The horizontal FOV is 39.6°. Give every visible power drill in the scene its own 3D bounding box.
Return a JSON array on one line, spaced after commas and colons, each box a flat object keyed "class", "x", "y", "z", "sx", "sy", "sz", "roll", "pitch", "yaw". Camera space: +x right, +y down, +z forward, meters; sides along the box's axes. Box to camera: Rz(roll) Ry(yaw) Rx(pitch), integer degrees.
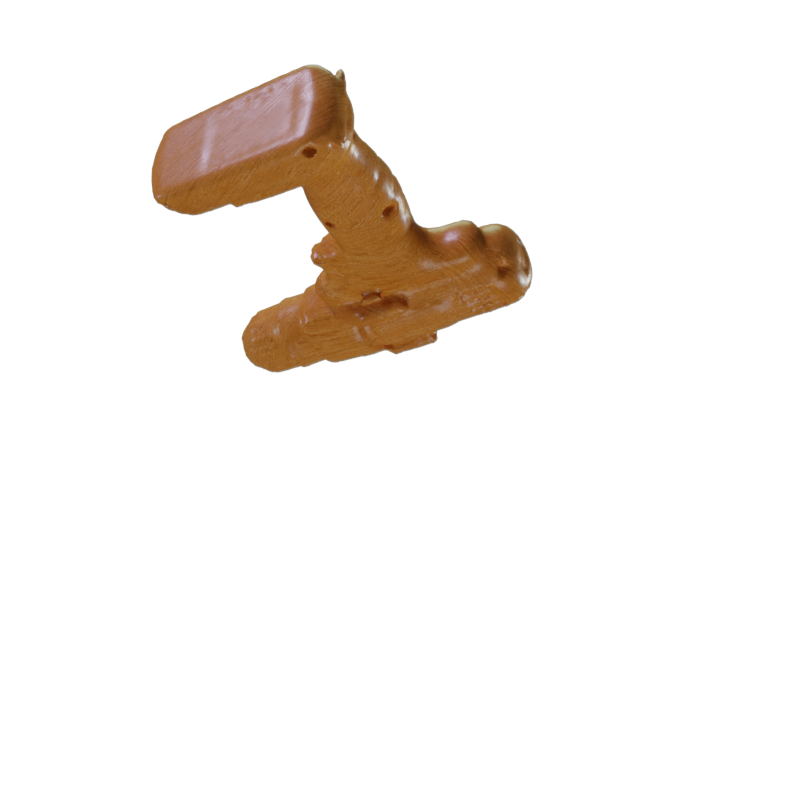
[{"class": "power drill", "x": -0.047, "y": -0.085, "z": 0.596, "sx": 0.186, "sy": 0.061, "sz": 0.174, "roll": -18, "pitch": -37, "yaw": 26}]
